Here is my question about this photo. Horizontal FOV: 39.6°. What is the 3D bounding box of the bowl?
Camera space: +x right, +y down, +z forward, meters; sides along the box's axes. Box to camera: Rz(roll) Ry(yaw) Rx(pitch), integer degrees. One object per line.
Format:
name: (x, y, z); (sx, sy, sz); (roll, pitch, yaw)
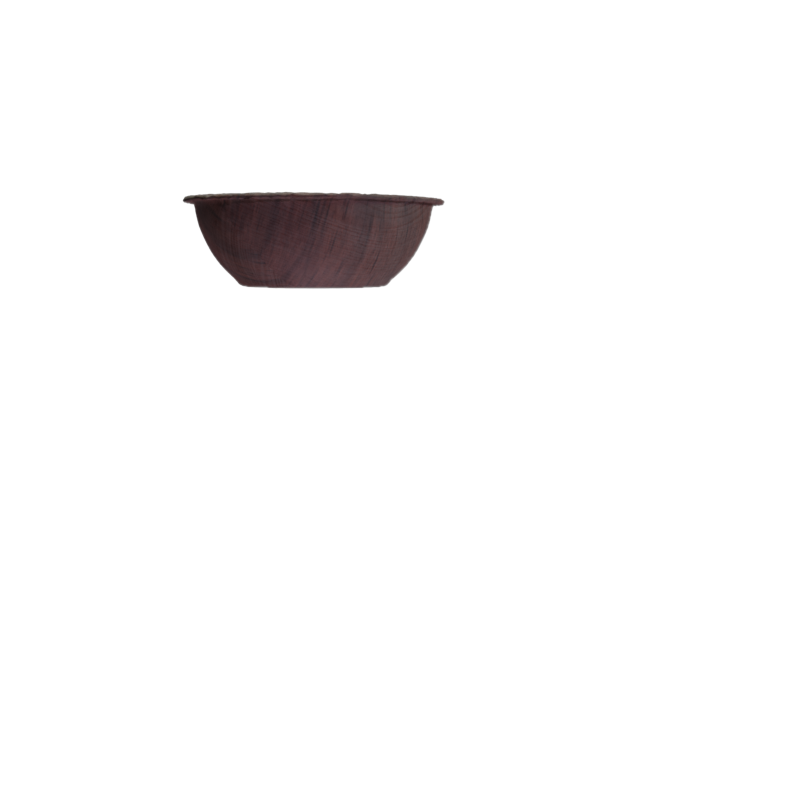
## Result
bowl: (-0.054, -0.098, 0.687); (0.162, 0.055, 0.164); (0, 7, -2)
